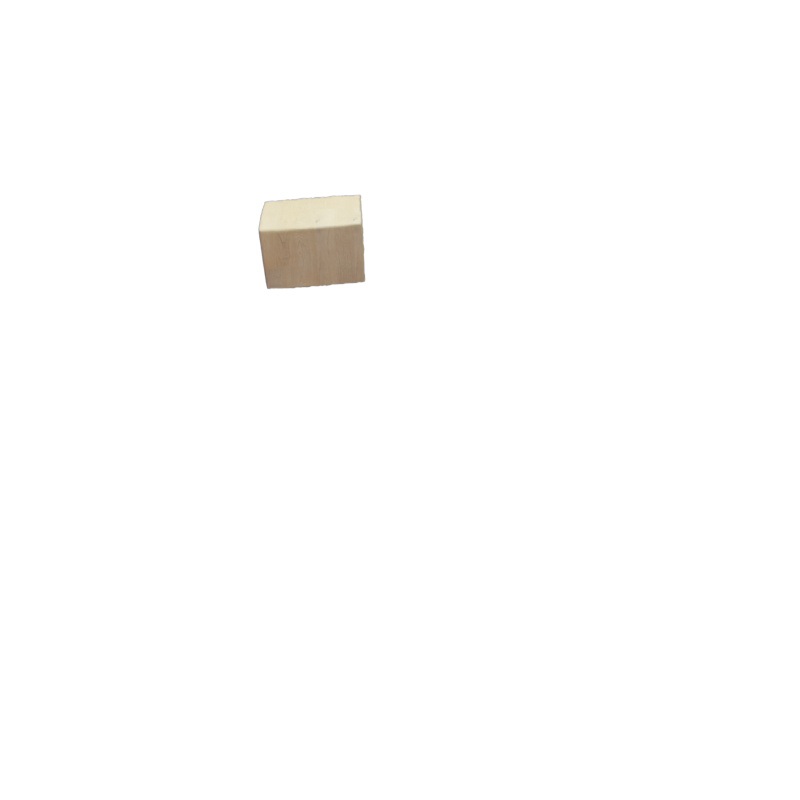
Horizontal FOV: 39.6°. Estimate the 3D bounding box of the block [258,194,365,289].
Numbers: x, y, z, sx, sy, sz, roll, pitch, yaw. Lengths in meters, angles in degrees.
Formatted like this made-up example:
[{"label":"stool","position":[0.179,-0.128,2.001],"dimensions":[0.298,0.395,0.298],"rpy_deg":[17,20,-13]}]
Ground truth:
[{"label":"block","position":[-0.066,-0.121,0.847],"dimensions":[0.078,0.049,0.054],"rpy_deg":[-3,31,1]}]
